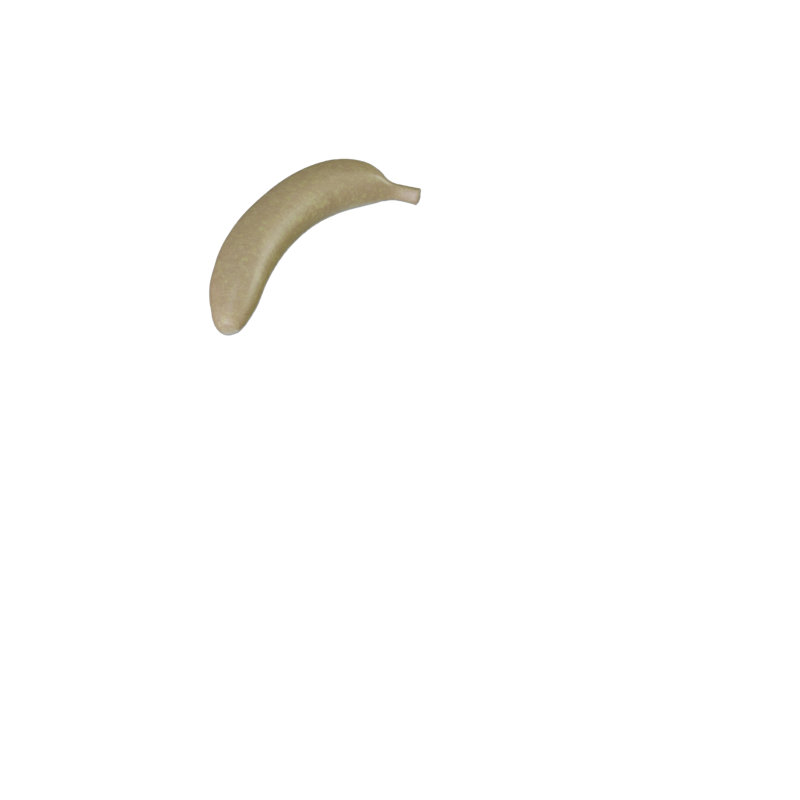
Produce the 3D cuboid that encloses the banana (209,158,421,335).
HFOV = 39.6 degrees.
[{"bbox_3d":[-0.069,-0.114,0.731,0.074,0.034,0.200,28,50,26],"label":"banana"}]
